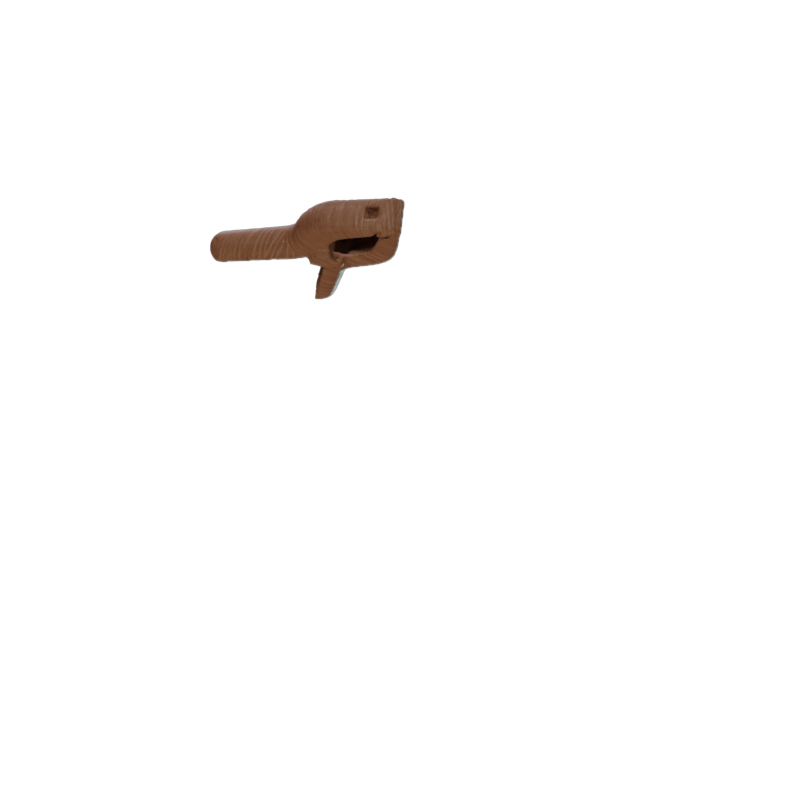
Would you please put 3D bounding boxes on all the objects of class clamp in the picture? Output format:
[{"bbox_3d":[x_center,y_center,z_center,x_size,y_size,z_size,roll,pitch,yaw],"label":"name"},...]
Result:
[{"bbox_3d":[-0.067,-0.122,0.855,0.115,0.041,0.171,10,-19,-31],"label":"clamp"}]
